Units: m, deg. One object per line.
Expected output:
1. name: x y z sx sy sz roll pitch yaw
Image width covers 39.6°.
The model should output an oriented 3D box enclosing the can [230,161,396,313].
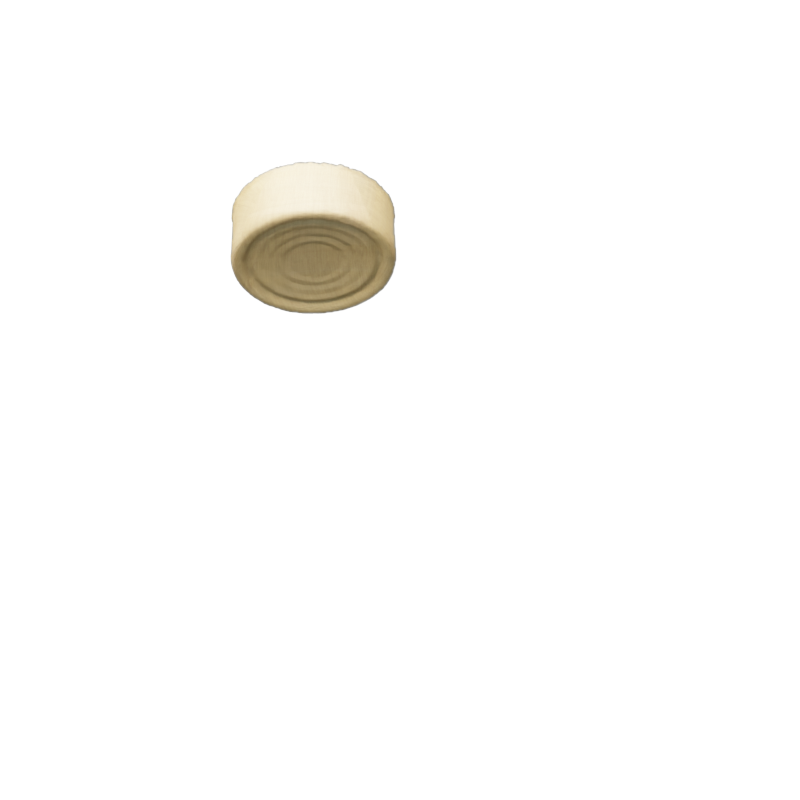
1. can: -0.045 -0.082 0.572 0.086 0.036 0.080 1 -35 -2
